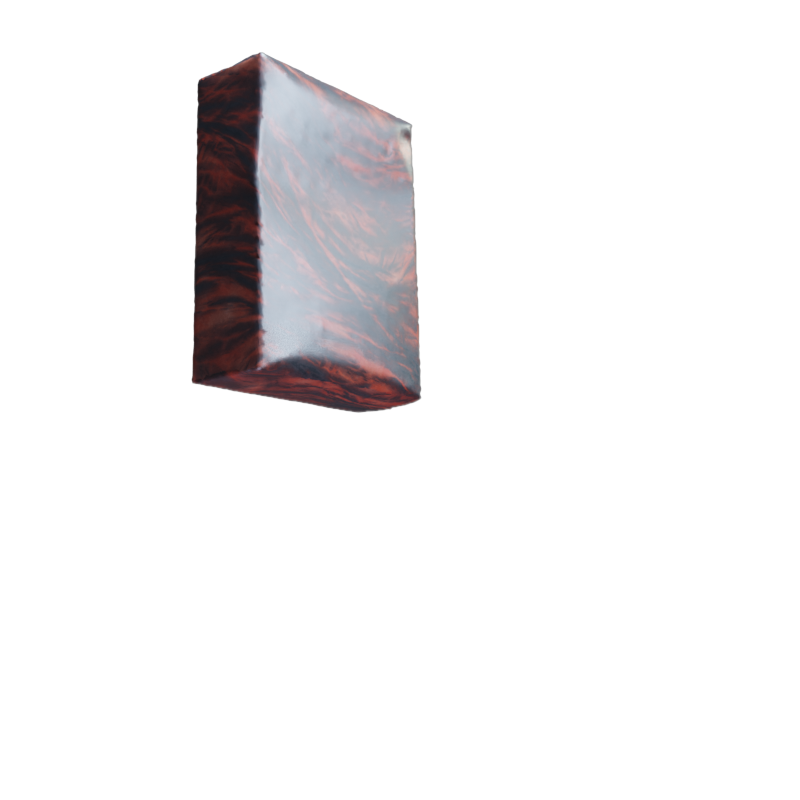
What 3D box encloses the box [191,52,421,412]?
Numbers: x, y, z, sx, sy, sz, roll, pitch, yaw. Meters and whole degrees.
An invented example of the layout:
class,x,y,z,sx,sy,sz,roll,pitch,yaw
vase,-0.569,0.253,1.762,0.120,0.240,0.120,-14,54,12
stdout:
class,x,y,z,sx,sy,sz,roll,pitch,yaw
box,-0.060,-0.109,0.760,0.073,0.223,0.155,-15,-21,39
